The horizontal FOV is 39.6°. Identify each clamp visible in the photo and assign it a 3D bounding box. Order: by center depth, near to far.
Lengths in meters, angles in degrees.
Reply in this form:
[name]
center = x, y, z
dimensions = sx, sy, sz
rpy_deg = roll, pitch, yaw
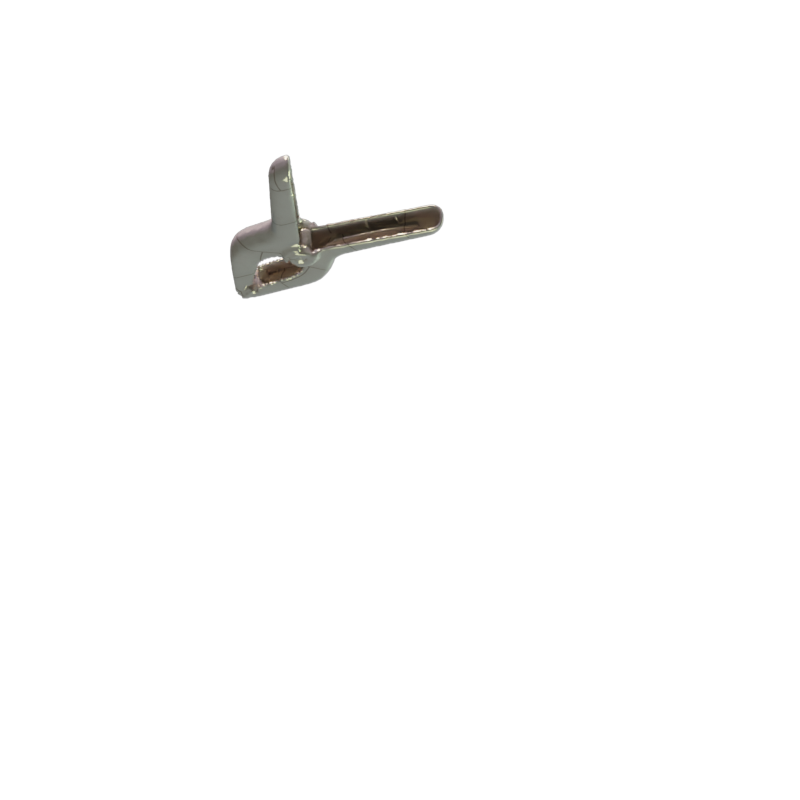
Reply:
[clamp]
center = -0.075, -0.137, 0.960
dimensions = 0.158, 0.038, 0.207
rpy_deg = 12, -25, -27
